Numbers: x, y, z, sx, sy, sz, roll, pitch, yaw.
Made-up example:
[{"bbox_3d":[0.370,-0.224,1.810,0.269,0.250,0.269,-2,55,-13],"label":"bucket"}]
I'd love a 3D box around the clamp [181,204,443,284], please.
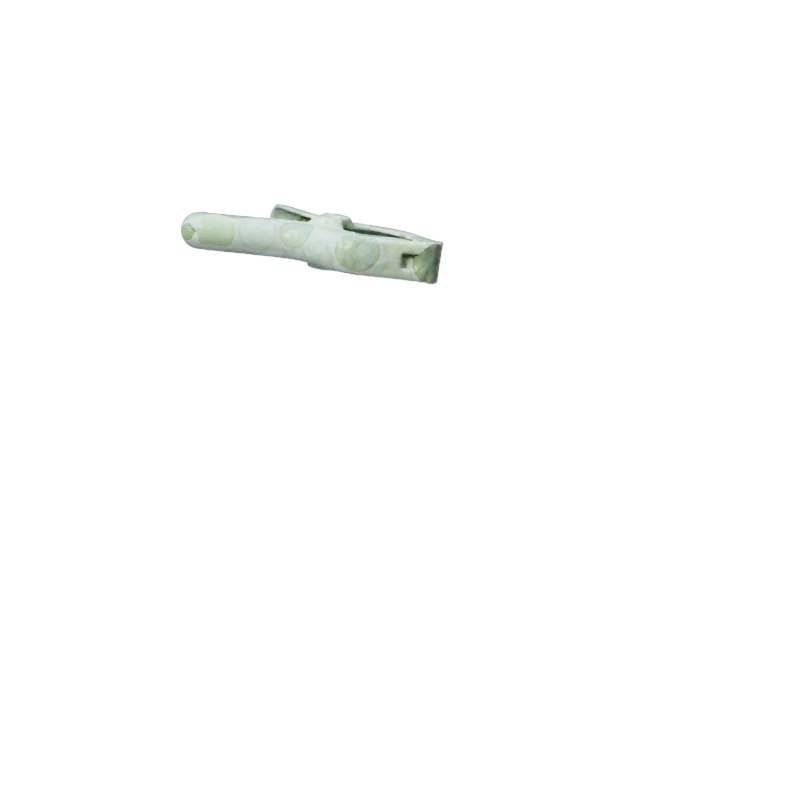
[{"bbox_3d":[-0.058,-0.106,0.740,0.180,0.038,0.118,15,24,36],"label":"clamp"}]
